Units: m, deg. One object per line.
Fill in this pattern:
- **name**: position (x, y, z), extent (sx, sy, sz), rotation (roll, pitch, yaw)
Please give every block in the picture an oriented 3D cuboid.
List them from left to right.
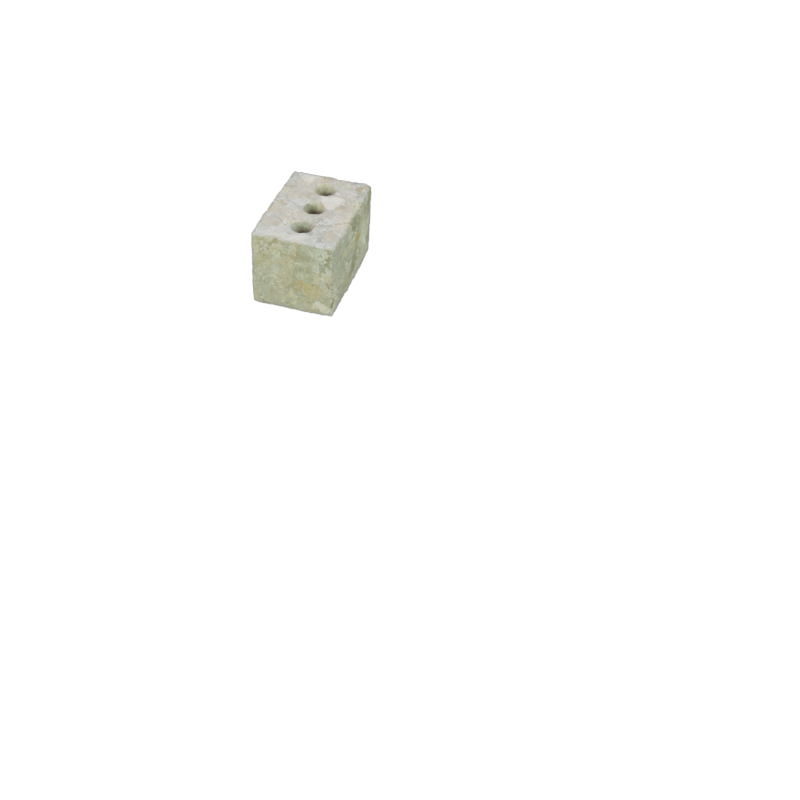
- **block**: position (-0.053, -0.097, 0.682), extent (0.054, 0.048, 0.082), rotation (11, 40, 11)
